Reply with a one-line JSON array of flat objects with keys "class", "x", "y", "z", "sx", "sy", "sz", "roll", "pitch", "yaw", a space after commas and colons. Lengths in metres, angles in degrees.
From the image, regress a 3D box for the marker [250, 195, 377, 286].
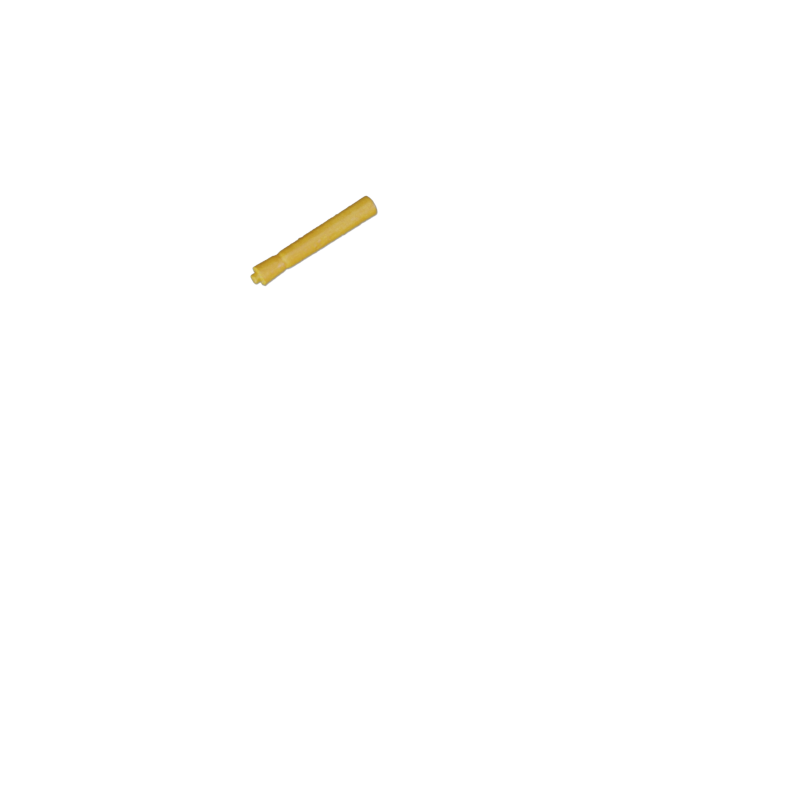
[{"class": "marker", "x": -0.072, "y": -0.131, "z": 0.916, "sx": 0.121, "sy": 0.019, "sz": 0.020, "roll": -35, "pitch": 15, "yaw": -16}]
